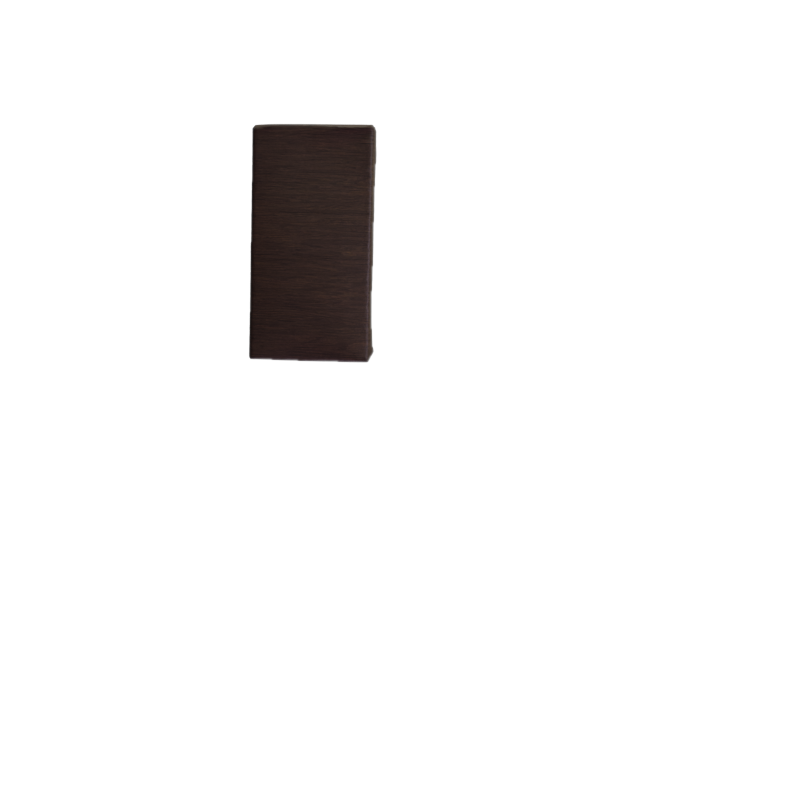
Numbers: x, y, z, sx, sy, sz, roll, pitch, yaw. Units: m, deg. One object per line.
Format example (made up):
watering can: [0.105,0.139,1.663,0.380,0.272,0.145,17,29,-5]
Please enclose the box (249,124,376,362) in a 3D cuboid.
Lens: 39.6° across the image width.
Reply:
box: [-0.066,-0.119,0.836,0.094,0.174,0.048,1,5,5]
